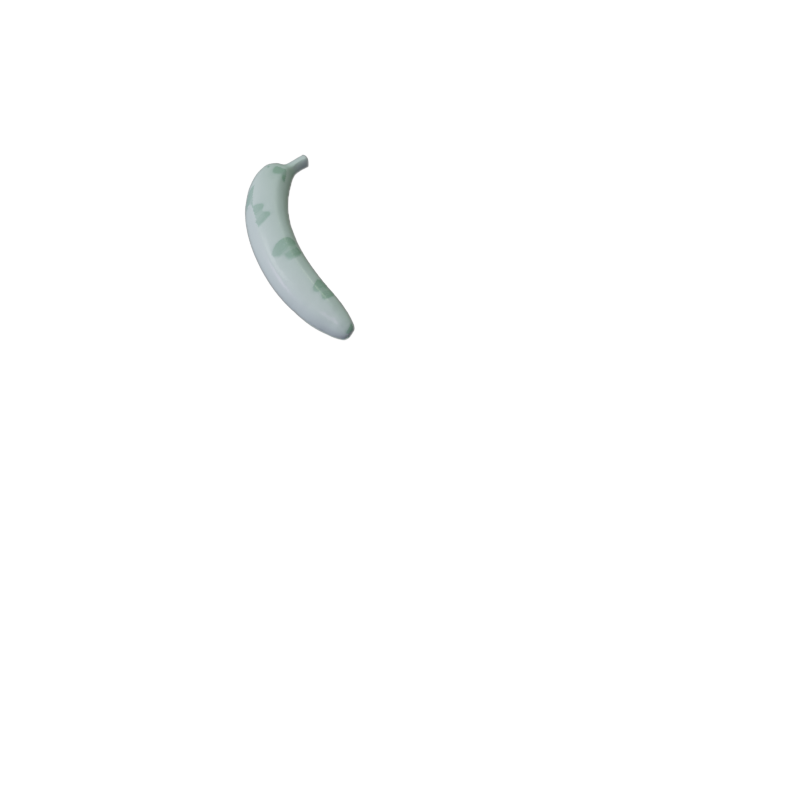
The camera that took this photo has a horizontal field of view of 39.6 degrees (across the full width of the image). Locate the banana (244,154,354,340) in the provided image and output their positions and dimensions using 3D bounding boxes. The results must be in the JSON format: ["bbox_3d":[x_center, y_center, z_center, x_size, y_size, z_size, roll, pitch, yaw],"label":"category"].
[{"bbox_3d":[-0.092,-0.134,0.939,0.069,0.212,0.034,-11,-32,-8],"label":"banana"}]
